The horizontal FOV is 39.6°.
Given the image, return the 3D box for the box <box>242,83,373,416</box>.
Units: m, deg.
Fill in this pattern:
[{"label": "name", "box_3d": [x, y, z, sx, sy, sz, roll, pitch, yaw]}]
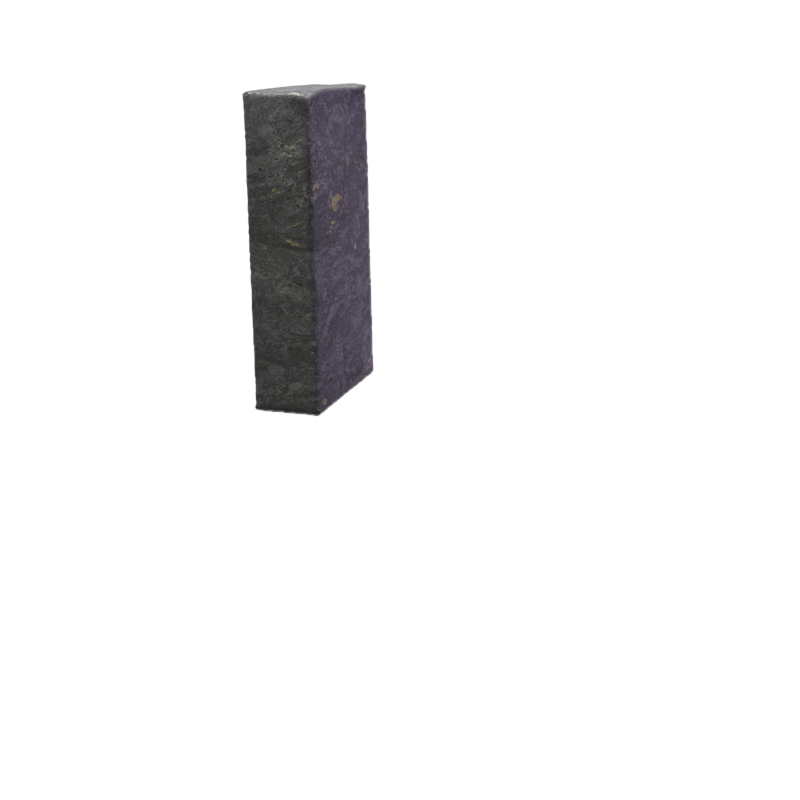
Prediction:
[{"label": "box", "box_3d": [-0.049, -0.090, 0.631, 0.049, 0.171, 0.093, 5, 14, 18]}]
